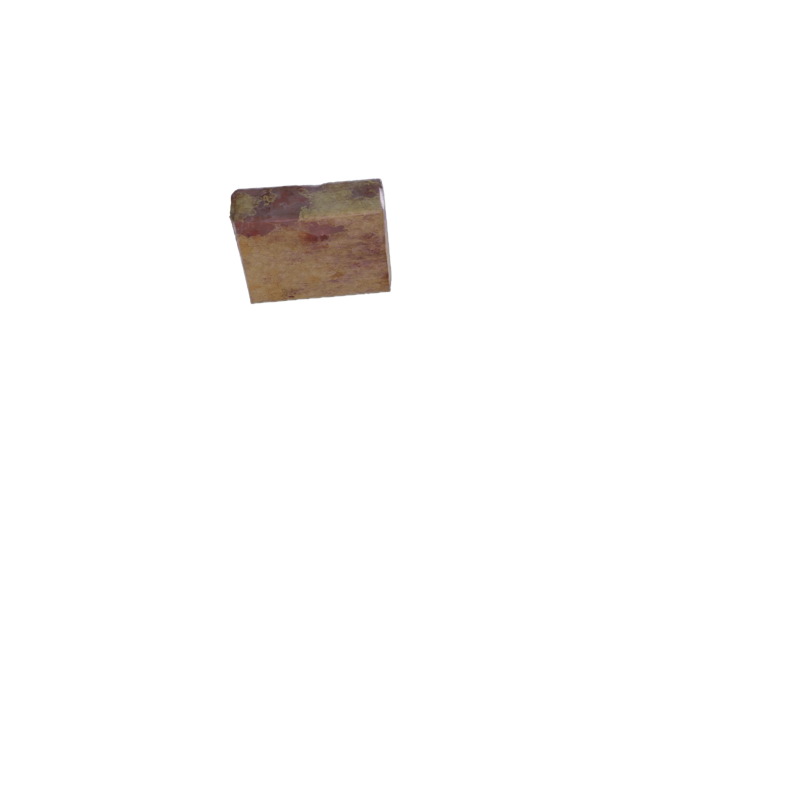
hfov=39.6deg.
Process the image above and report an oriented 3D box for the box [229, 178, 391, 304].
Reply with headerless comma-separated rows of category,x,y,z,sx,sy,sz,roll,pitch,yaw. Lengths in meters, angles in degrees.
box,-0.052,-0.094,0.658,0.090,0.032,0.068,-3,-39,4
